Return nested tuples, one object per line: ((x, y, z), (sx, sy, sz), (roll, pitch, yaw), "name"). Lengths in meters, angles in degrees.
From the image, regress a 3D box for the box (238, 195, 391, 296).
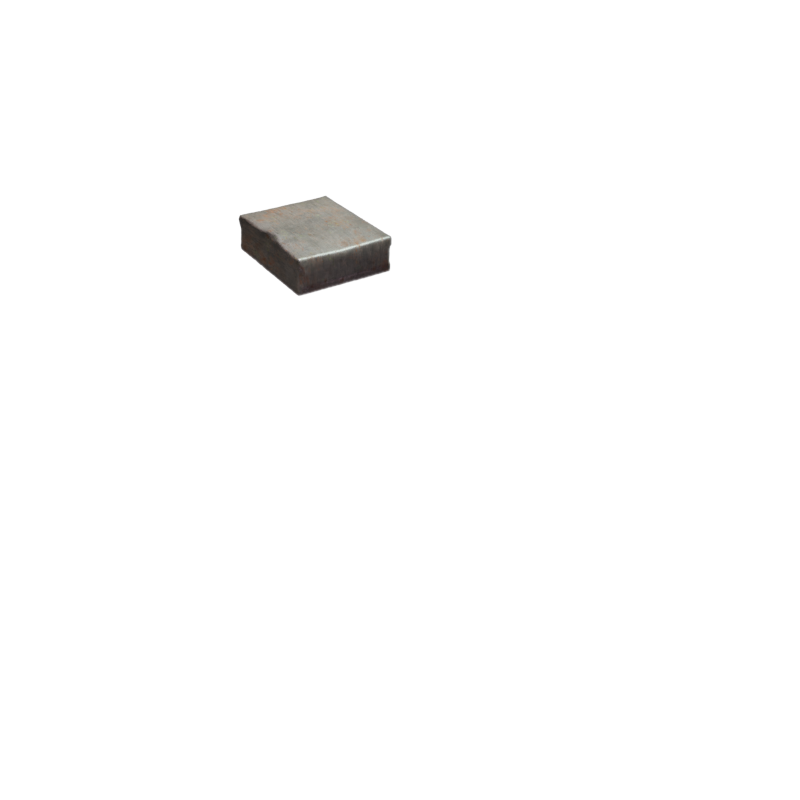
((-0.060, -0.110, 0.770), (0.072, 0.028, 0.096), (-17, 35, -27), "box")
